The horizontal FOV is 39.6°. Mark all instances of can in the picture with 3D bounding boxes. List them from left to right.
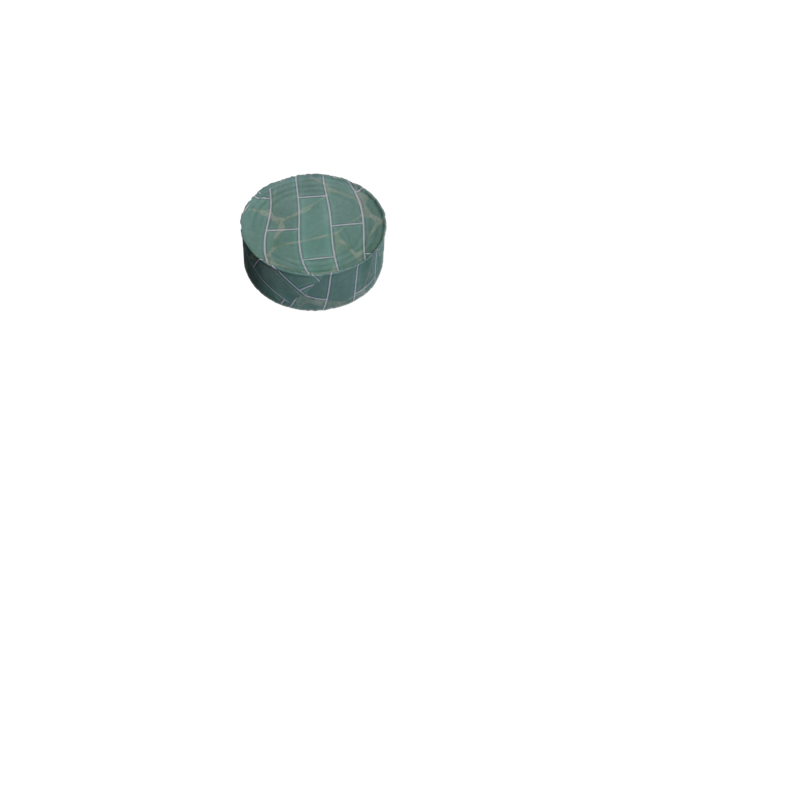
[{"bbox_3d":[-0.052,-0.094,0.659,0.086,0.092,0.031,-1,-41,-1],"label":"can"}]
